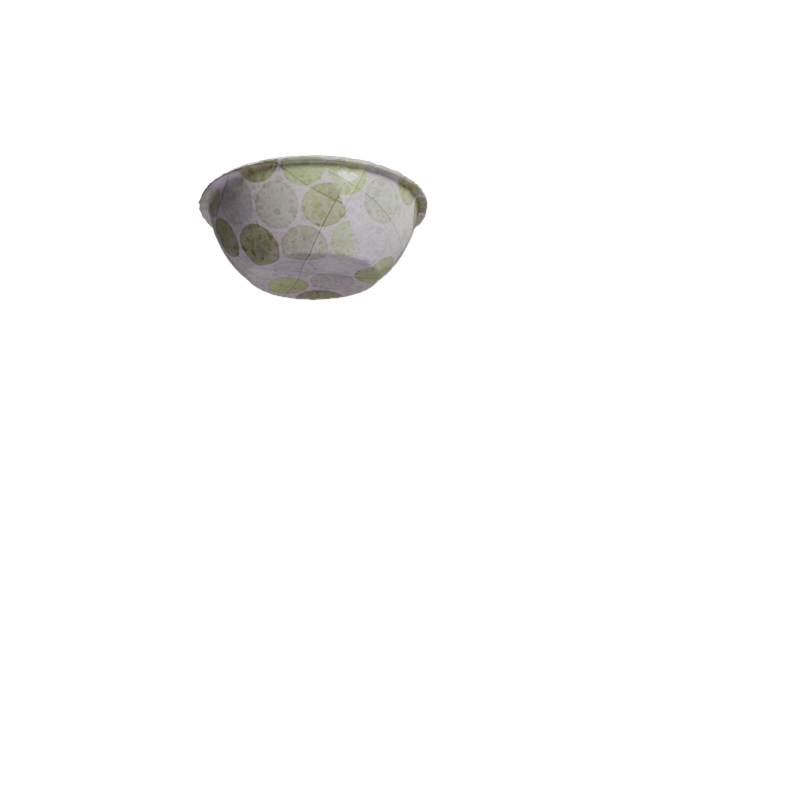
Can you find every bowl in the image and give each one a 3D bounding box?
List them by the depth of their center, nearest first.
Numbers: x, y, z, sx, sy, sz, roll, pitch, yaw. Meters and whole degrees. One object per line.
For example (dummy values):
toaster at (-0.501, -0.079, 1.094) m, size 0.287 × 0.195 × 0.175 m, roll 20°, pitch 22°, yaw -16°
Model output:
bowl at (-0.061, -0.111, 0.777) m, size 0.162 × 0.058 × 0.155 m, roll 0°, pitch -17°, yaw -2°
